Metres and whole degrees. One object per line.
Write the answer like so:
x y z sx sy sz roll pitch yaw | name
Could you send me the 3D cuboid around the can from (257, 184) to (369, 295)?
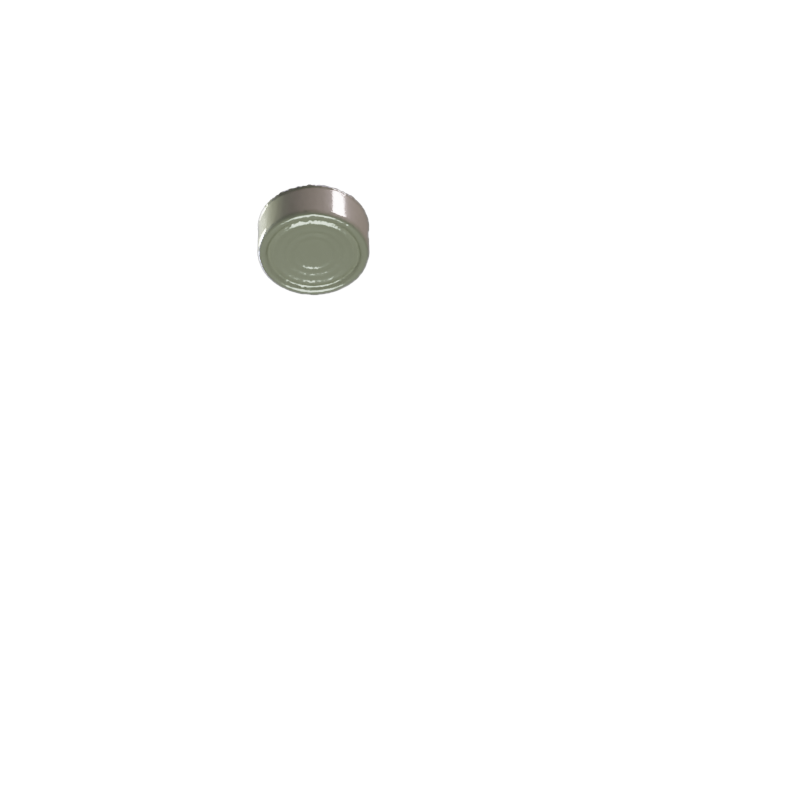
-0.066 -0.120 0.841 0.086 0.036 0.080 1 -44 -1 | can
